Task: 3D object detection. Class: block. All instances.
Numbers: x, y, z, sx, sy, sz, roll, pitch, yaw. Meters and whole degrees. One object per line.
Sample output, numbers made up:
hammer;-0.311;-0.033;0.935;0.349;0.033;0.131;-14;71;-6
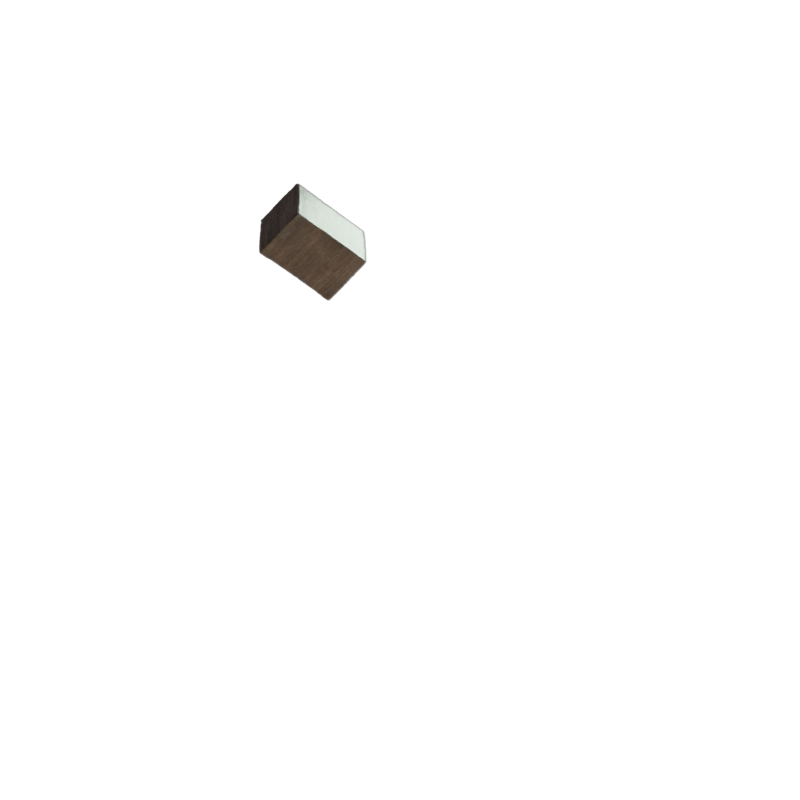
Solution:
block;-0.074;-0.134;0.940;0.074;0.052;0.055;35;27;-23
